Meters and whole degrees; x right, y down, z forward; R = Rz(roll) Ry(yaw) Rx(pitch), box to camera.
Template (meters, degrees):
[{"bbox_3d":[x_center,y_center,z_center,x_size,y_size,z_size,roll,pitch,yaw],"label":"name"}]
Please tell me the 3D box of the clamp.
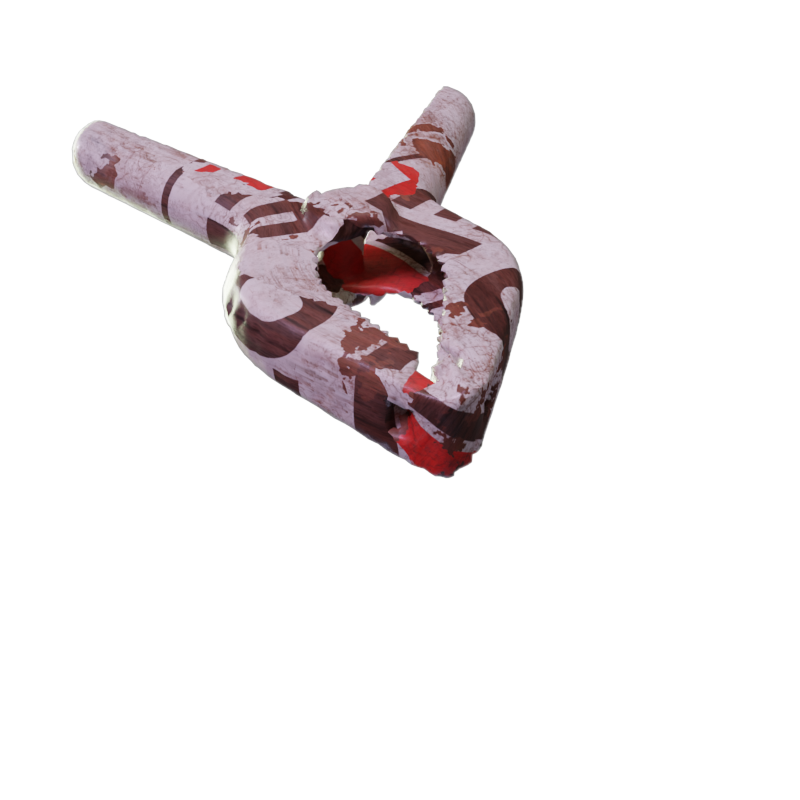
[{"bbox_3d":[-0.029,-0.054,0.376,0.163,0.034,0.226,-7,37,-9],"label":"clamp"}]
